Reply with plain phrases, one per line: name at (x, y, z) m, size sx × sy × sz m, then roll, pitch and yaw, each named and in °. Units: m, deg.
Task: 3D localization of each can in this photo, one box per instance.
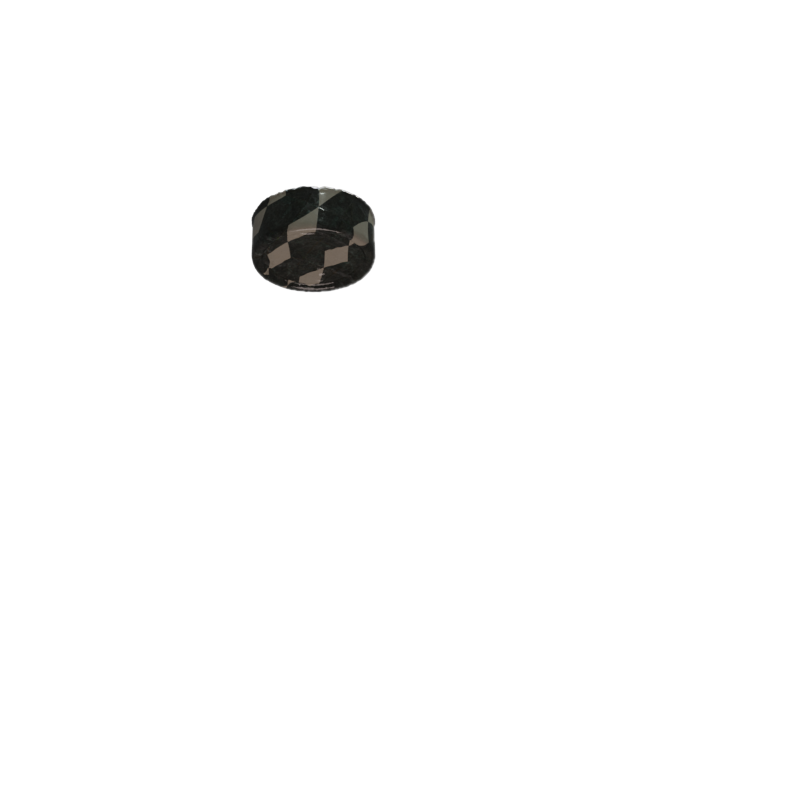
can at (-0.060, -0.109, 0.761) m, size 0.086 × 0.036 × 0.081 m, roll 1°, pitch -28°, yaw -2°
